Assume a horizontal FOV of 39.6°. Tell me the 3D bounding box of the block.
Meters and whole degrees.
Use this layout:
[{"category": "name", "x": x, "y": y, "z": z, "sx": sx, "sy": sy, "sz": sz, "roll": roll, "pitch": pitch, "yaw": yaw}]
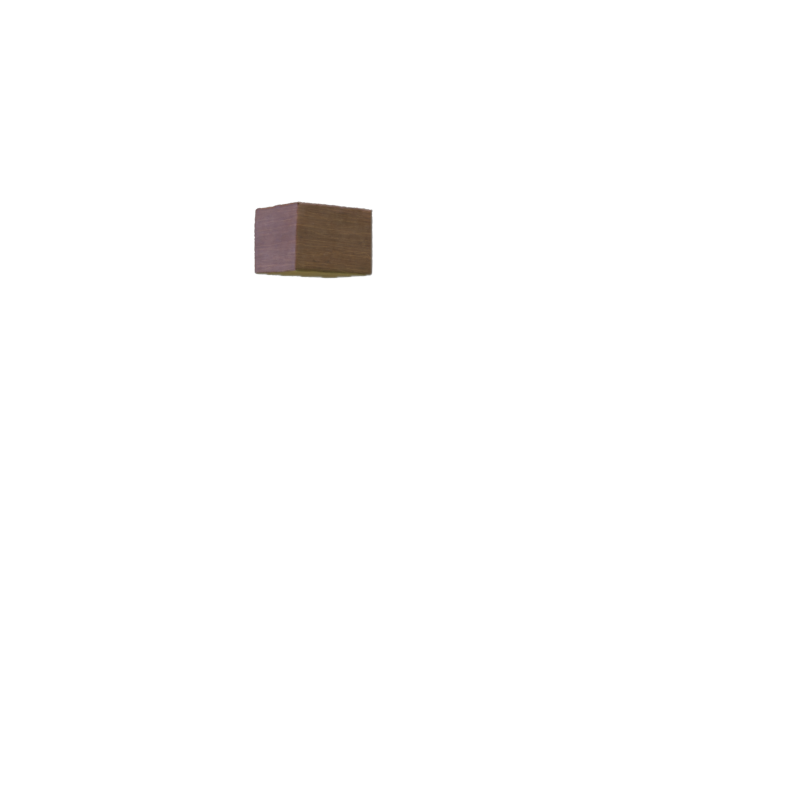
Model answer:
[{"category": "block", "x": -0.066, "y": -0.120, "z": 0.842, "sx": 0.075, "sy": 0.052, "sz": 0.055, "roll": -1, "pitch": 0, "yaw": -43}]
